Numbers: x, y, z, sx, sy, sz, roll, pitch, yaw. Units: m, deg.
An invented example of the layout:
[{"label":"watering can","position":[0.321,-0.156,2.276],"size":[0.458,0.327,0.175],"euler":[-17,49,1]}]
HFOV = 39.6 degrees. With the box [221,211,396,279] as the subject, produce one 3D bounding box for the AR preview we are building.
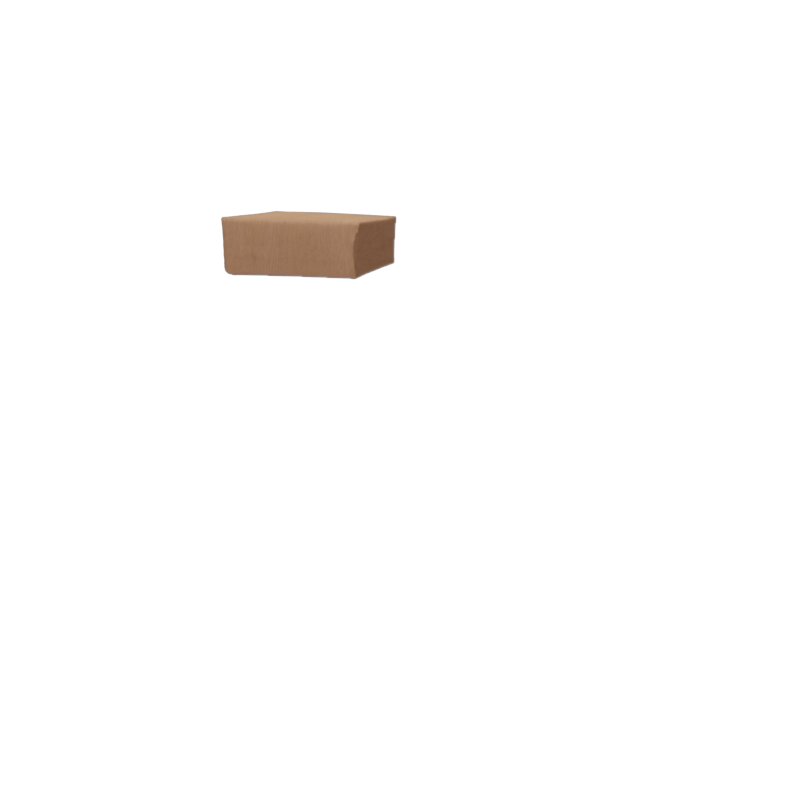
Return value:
[{"label":"box","position":[-0.057,-0.104,0.730],"size":[0.092,0.038,0.114],"euler":[3,13,13]}]
